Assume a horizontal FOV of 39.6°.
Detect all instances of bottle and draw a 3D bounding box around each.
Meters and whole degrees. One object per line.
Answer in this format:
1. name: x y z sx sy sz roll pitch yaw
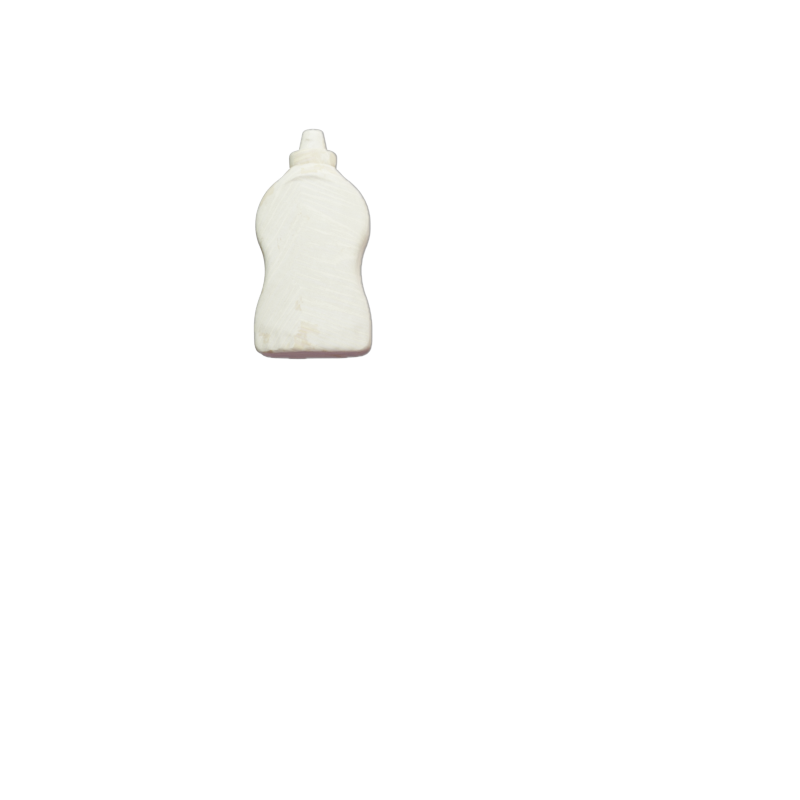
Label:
1. bottle: -0.073 -0.132 0.926 0.097 0.197 0.056 -2 -11 8
